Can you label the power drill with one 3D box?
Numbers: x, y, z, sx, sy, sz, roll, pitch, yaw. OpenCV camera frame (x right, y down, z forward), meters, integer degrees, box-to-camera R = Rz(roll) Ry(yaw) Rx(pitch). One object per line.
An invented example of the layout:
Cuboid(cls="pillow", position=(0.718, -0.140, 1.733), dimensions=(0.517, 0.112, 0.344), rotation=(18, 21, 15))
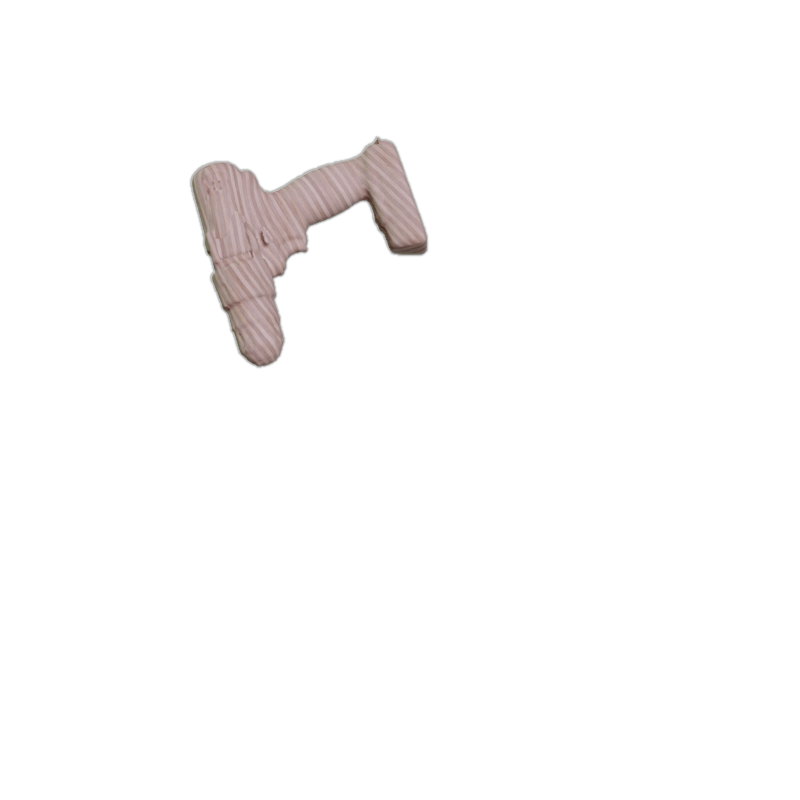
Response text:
Cuboid(cls="power drill", position=(-0.075, -0.138, 0.964), dimensions=(0.187, 0.190, 0.056), rotation=(-16, -11, -4))
